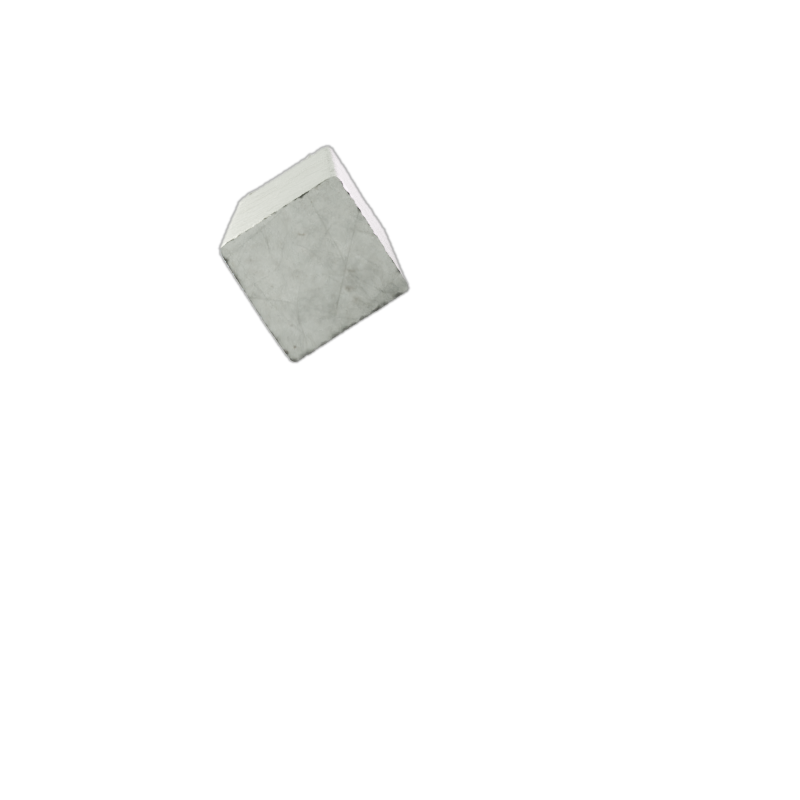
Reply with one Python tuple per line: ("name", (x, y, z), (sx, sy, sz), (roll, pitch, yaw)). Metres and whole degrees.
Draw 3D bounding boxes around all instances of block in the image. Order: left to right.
("block", (-0.062, -0.113, 0.788), (0.090, 0.087, 0.213), (-32, 16, 6))
